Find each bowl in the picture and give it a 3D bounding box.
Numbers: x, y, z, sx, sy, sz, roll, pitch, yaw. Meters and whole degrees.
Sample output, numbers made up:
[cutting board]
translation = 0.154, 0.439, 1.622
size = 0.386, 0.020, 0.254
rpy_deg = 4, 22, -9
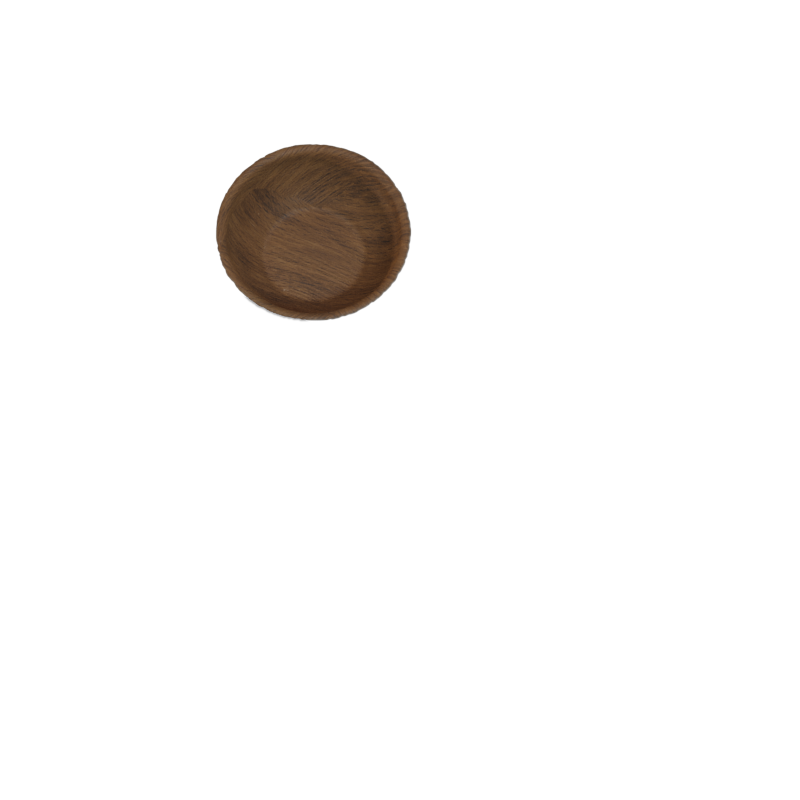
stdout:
[bowl]
translation = -0.074, -0.134, 0.941
size = 0.162, 0.171, 0.052
rpy_deg = -1, -23, -1
